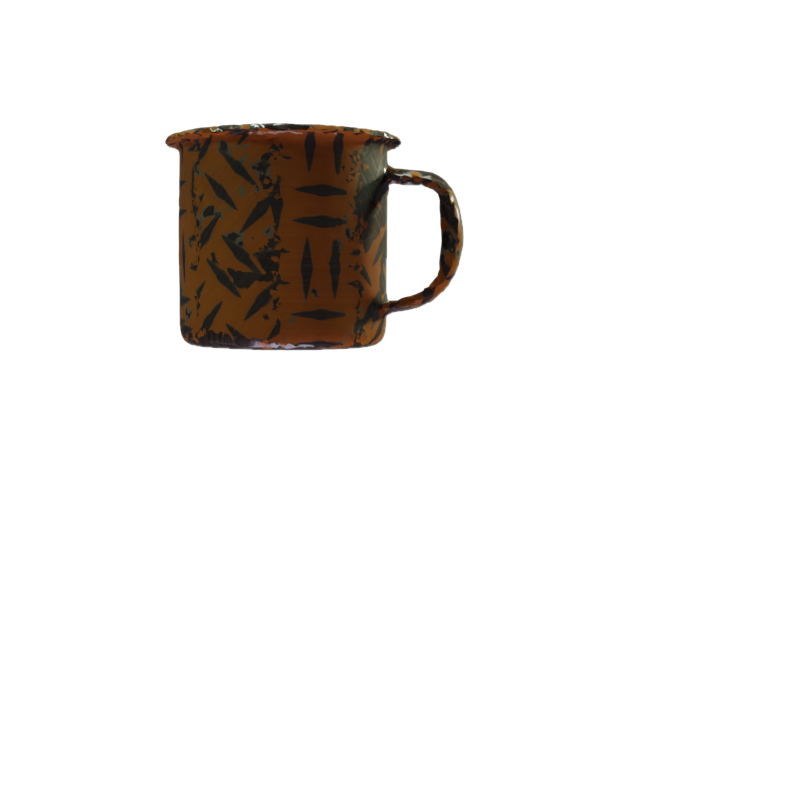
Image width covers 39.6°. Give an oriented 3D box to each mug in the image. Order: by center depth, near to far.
[{"bbox_3d":[-0.034,-0.062,0.436,0.118,0.082,0.093,0,2,5],"label":"mug"}]
